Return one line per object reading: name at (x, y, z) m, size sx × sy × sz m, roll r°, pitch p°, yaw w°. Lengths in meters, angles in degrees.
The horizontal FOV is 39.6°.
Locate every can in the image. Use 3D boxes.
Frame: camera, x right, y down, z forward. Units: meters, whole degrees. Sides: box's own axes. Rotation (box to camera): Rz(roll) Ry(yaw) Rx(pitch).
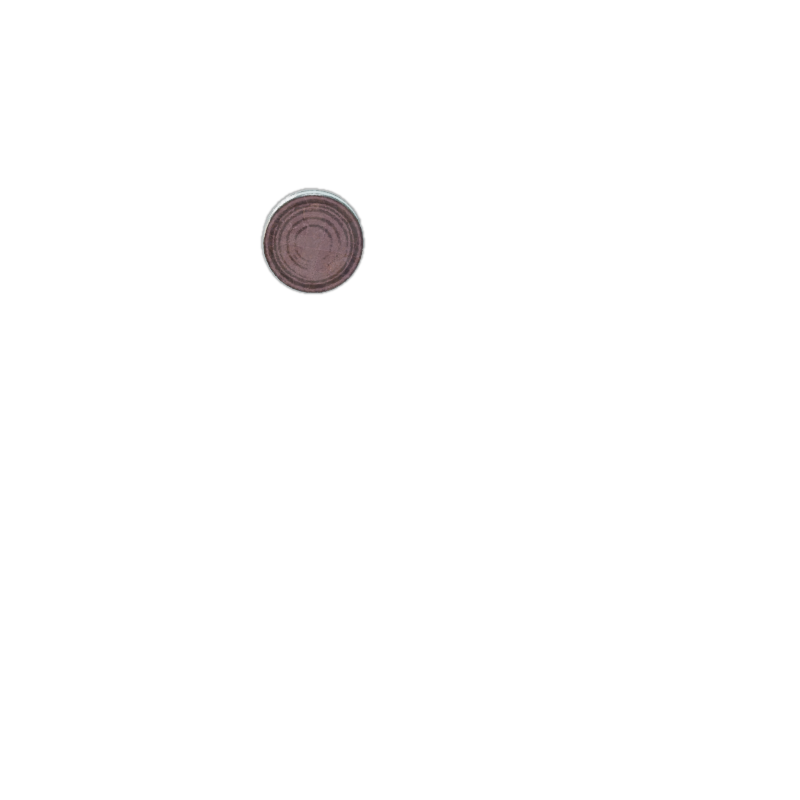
can at (-0.073, -0.133, 0.929) m, size 0.086 × 0.084 × 0.034 m, roll 0°, pitch 8°, yaw -1°
